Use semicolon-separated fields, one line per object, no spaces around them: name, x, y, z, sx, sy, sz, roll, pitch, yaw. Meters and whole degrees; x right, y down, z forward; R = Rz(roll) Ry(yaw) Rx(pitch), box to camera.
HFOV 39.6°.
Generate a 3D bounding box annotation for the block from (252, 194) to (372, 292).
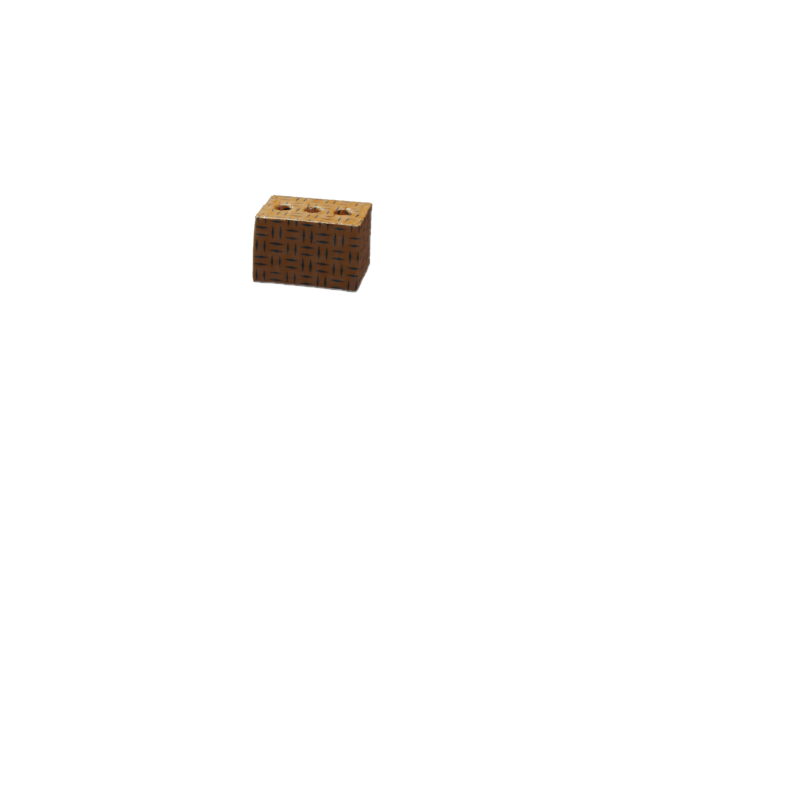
block;-0.062;-0.114;0.798;0.079;0.049;0.055;6;26;10
